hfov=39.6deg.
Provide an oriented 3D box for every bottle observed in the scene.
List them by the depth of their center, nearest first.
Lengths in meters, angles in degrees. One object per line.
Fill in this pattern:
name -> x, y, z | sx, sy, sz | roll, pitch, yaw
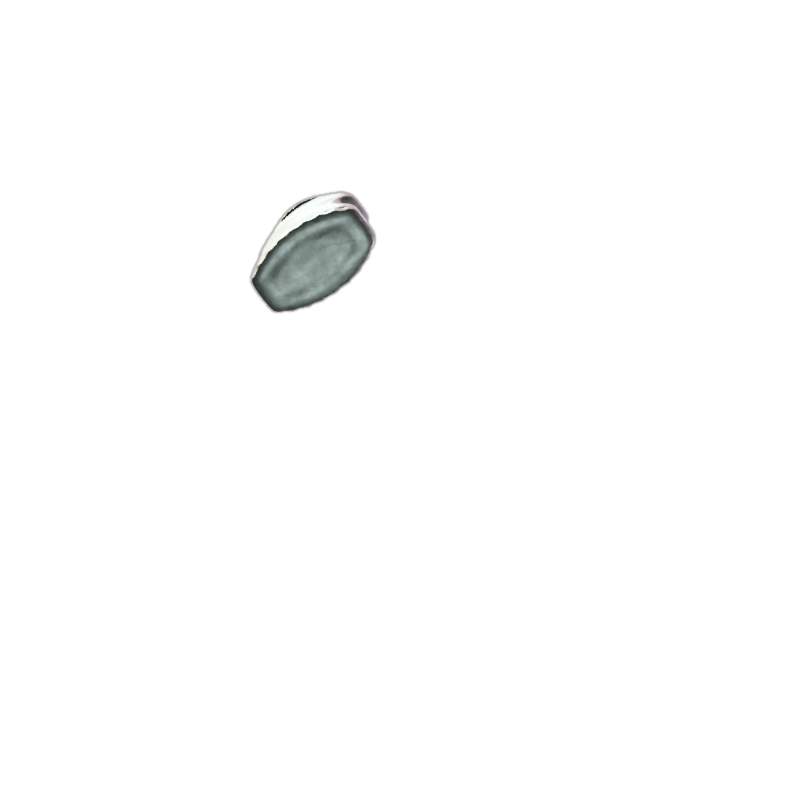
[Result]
bottle -> -0.070, -0.128, 0.899 | 0.096, 0.057, 0.198 | -36, 15, 7
